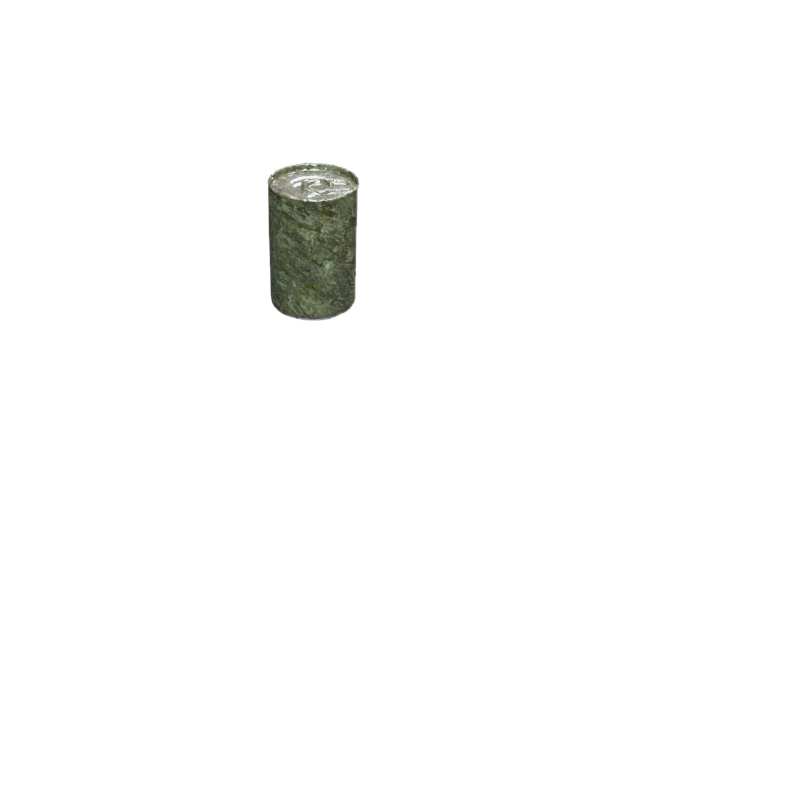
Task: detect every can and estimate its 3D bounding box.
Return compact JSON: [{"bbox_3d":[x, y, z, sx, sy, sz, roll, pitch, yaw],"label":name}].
[{"bbox_3d":[-0.066,-0.120,0.842,0.068,0.096,0.073,0,30,-2],"label":"can"}]
